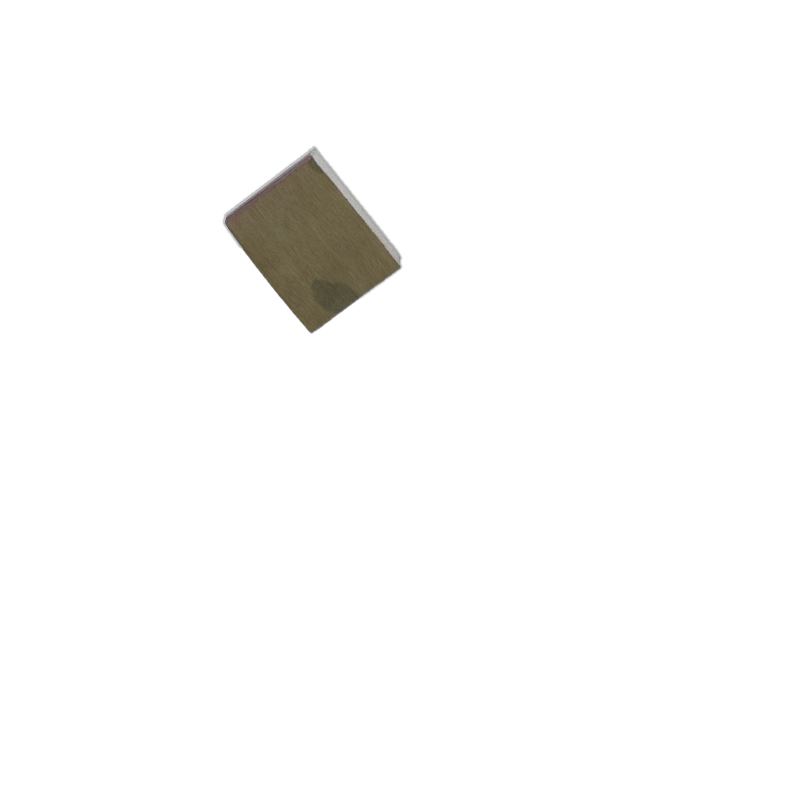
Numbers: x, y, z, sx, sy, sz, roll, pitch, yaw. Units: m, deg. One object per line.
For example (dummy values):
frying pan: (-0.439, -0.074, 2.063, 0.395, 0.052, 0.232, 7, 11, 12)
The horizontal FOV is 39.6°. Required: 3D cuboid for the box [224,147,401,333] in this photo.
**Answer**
box: (-0.067, -0.121, 0.849, 0.089, 0.109, 0.040, -36, 14, 10)
